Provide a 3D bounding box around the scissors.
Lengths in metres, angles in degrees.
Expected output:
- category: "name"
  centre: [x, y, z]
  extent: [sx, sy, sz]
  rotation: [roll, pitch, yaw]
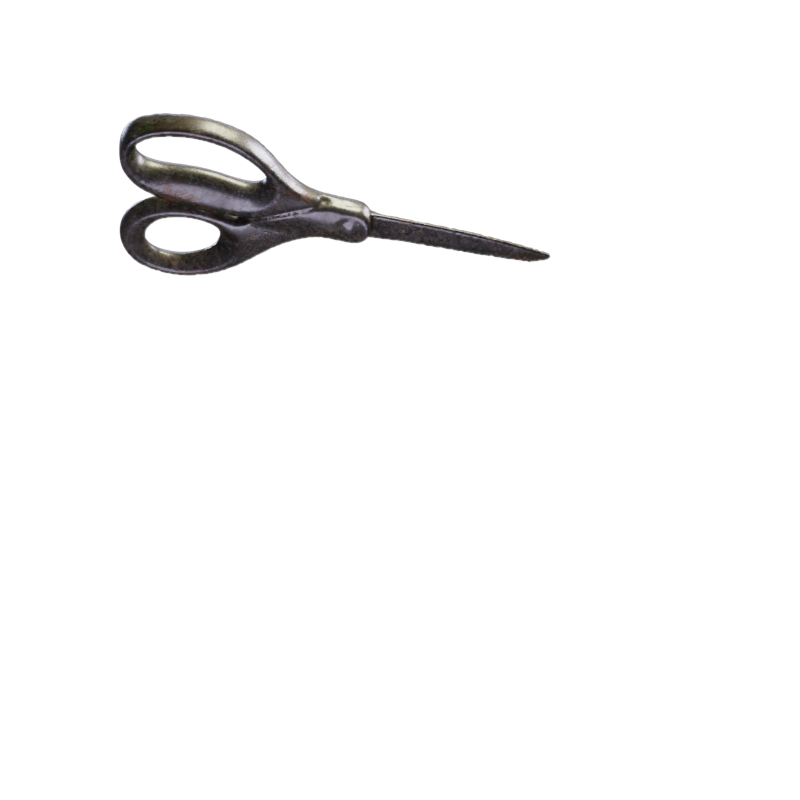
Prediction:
- category: "scissors"
  centre: [-0.040, -0.073, 0.509]
  extent: [0.193, 0.017, 0.094]
  rotation: [20, -44, -23]
